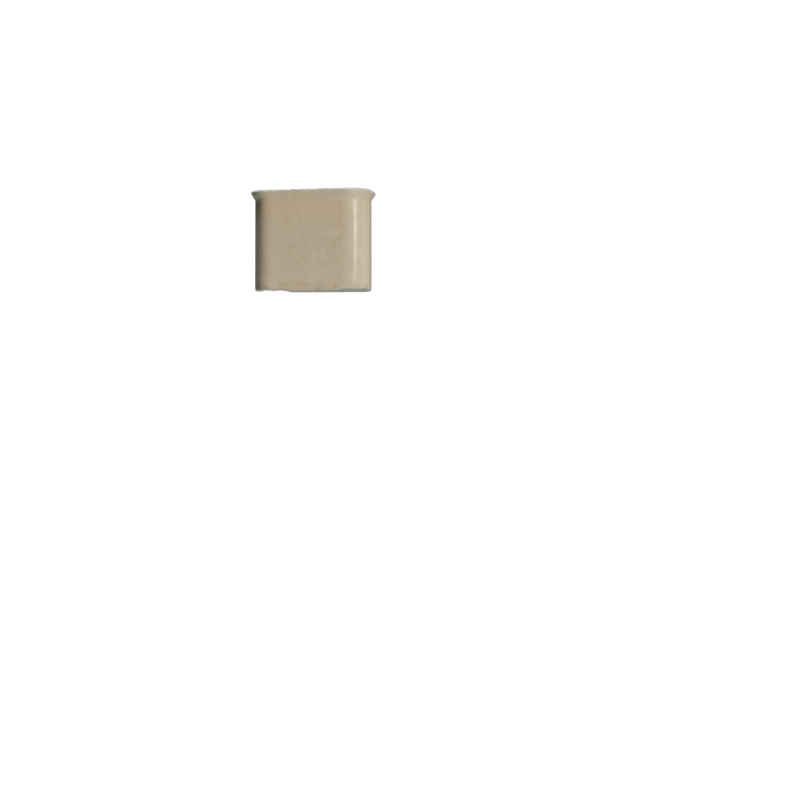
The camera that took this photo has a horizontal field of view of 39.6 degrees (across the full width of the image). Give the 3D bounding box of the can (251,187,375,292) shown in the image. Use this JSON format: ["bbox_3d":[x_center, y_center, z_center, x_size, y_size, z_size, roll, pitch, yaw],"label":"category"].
[{"bbox_3d":[-0.073,-0.133,0.929,0.104,0.085,0.056,0,-2,13],"label":"can"}]
